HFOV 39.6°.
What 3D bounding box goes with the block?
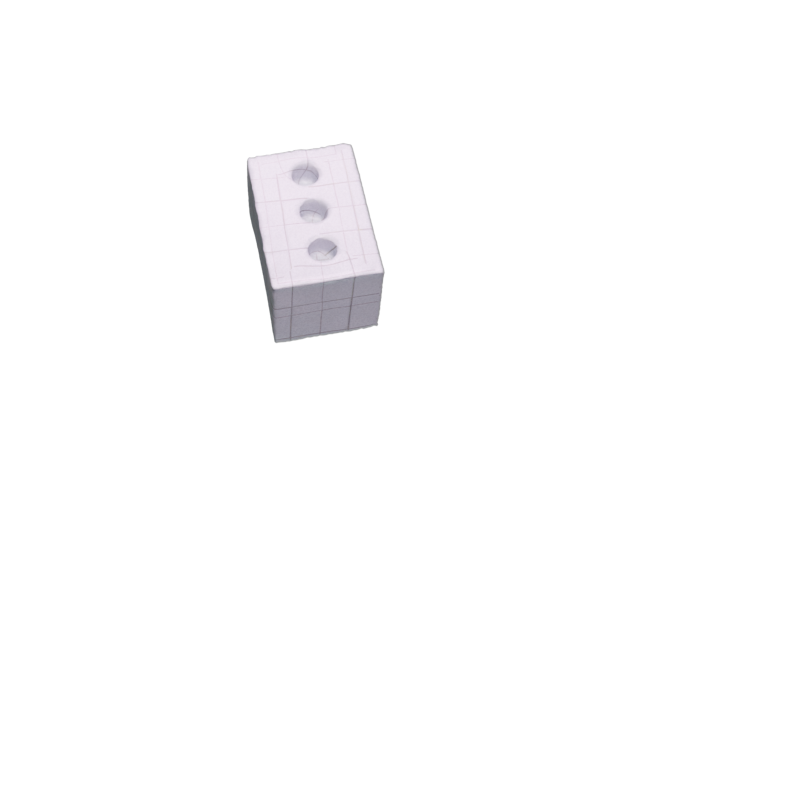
[{"bbox_3d":[-0.041,-0.075,0.528,0.052,0.084,0.048,-10,-31,-8],"label":"block"}]
